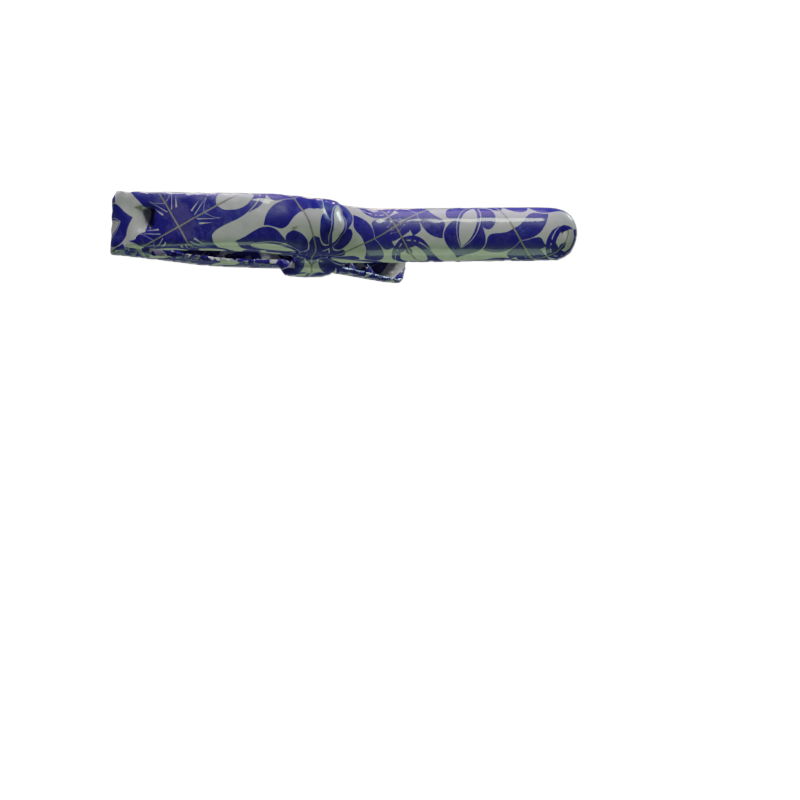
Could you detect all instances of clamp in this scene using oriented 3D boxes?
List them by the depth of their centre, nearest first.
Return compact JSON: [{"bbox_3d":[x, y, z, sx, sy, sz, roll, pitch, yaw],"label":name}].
[{"bbox_3d":[-0.044,-0.079,0.556,0.204,0.037,0.167,0,0,-22],"label":"clamp"}]
